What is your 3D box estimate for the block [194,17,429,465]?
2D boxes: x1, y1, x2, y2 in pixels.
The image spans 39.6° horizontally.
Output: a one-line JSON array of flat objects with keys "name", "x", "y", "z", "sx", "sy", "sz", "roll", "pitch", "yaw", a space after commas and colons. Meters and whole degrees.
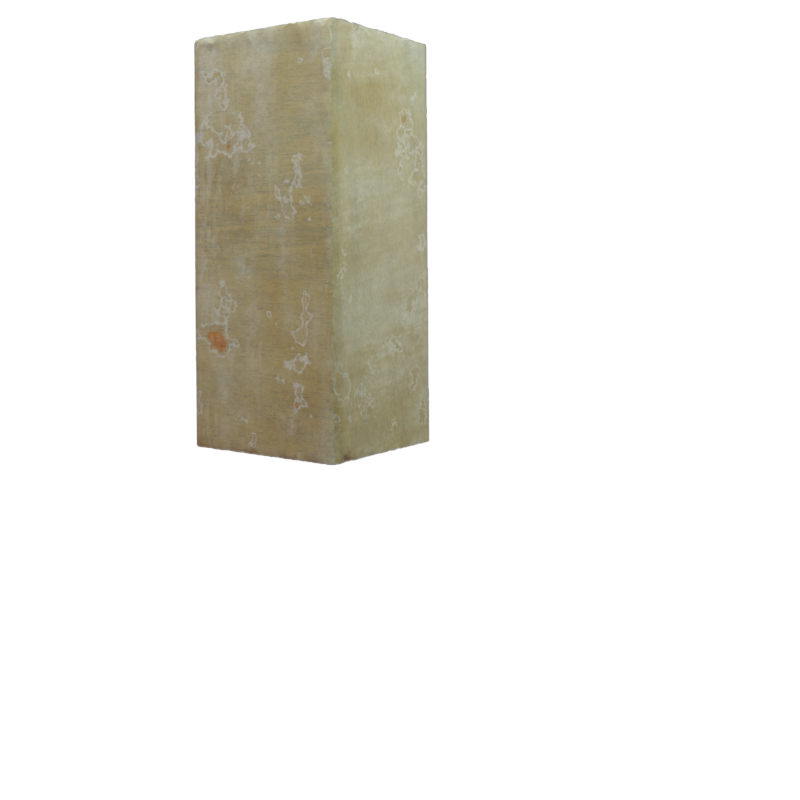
[{"name": "block", "x": -0.045, "y": -0.081, "z": 0.568, "sx": 0.094, "sy": 0.206, "sz": 0.087, "roll": 0, "pitch": 1, "yaw": 35}]
